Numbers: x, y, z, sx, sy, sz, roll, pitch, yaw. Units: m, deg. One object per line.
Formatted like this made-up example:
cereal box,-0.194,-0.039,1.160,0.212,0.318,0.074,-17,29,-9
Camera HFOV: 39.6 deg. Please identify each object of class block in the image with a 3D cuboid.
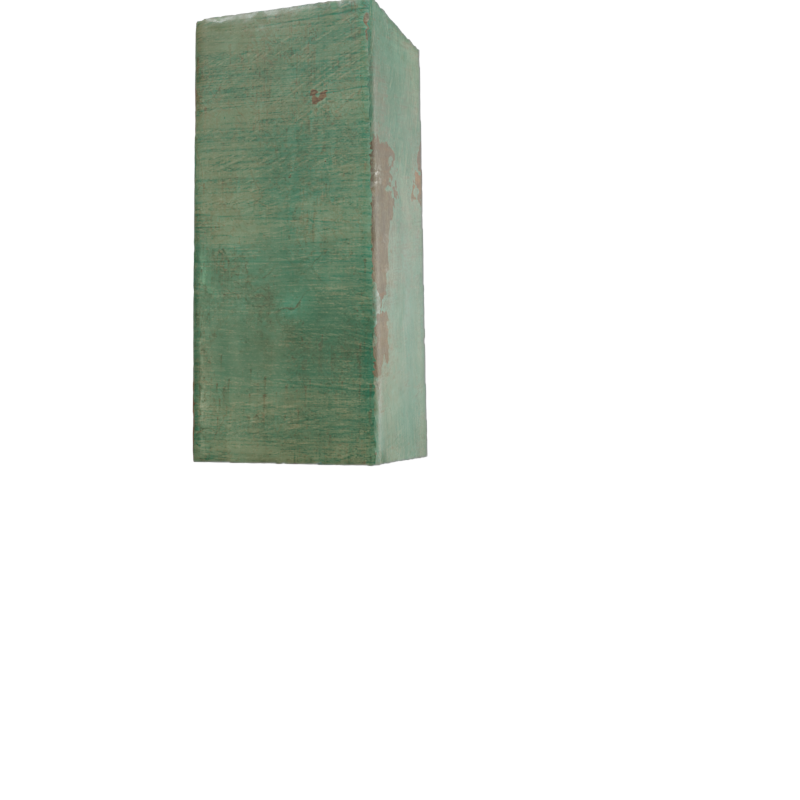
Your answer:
block,-0.042,-0.076,0.535,0.093,0.210,0.087,-3,-7,18
